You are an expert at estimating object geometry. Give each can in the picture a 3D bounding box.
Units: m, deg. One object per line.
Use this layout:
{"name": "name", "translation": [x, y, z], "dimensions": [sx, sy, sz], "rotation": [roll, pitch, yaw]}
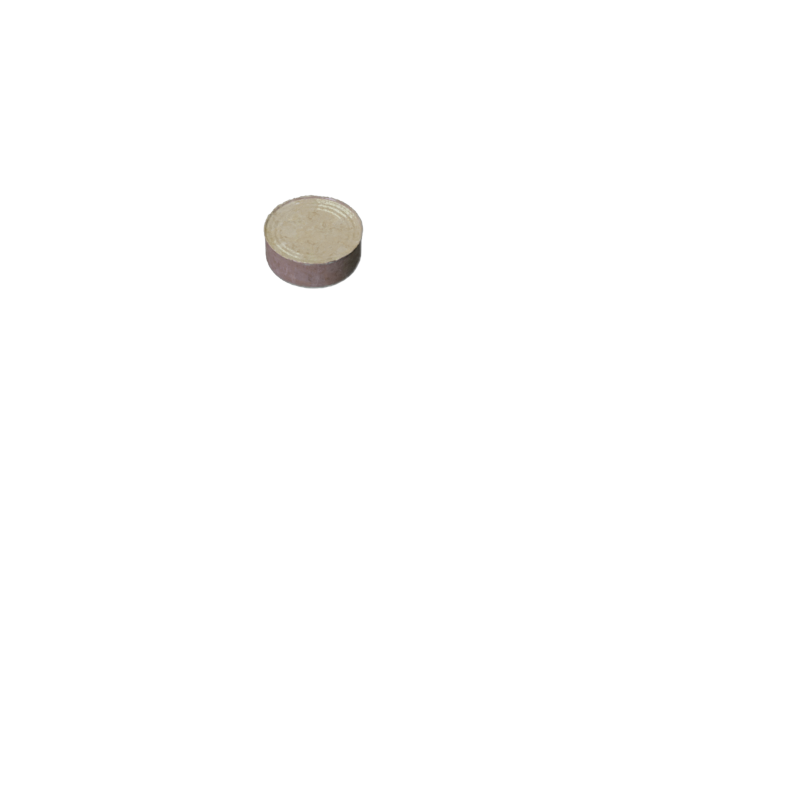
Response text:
{"name": "can", "translation": [-0.075, -0.138, 0.964], "dimensions": [0.086, 0.092, 0.031], "rotation": [-1, -42, -1]}
